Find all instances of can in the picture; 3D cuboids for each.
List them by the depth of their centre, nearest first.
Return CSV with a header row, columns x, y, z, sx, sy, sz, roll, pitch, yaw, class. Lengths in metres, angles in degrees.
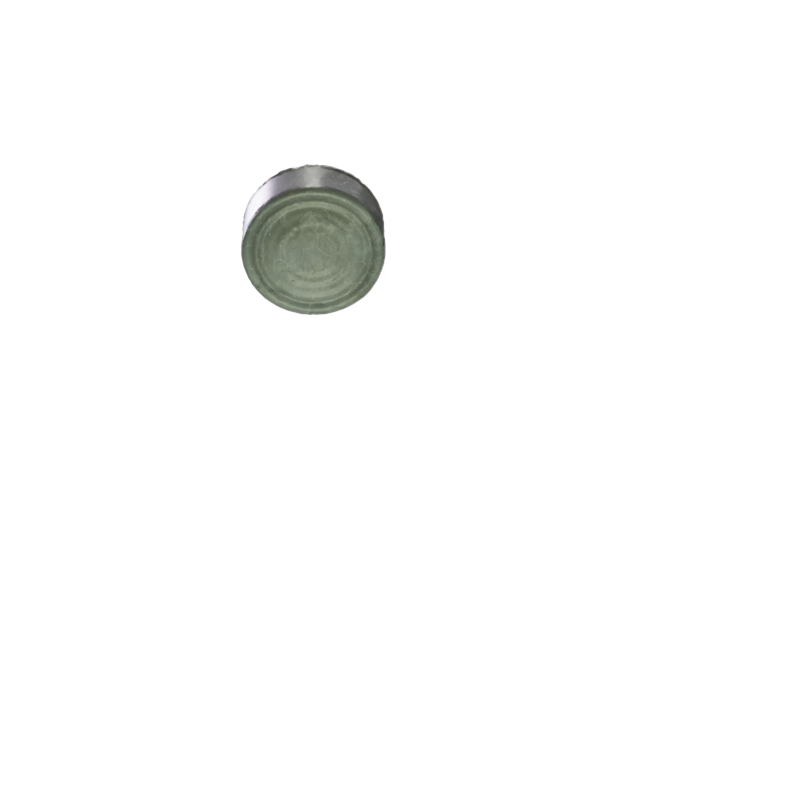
x,y,z,sx,sy,sz,roll,pitch,yaw,class
-0.051,-0.094,0.655,0.086,0.081,0.036,1,30,-1,can
